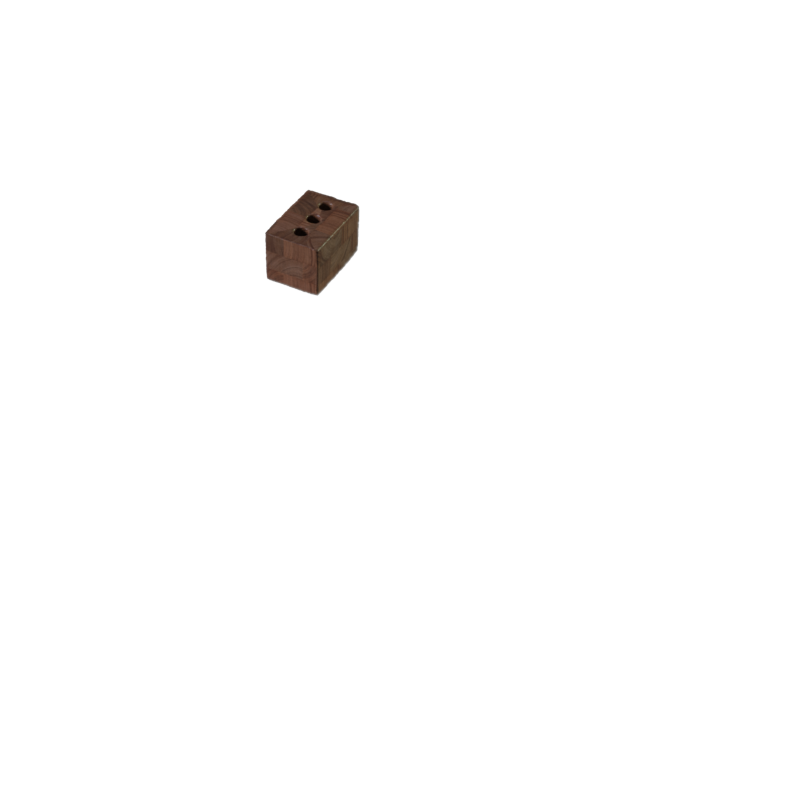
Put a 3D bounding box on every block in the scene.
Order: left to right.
[{"bbox_3d":[-0.075,-0.137,0.962,0.055,0.048,0.080,18,44,18],"label":"block"}]
